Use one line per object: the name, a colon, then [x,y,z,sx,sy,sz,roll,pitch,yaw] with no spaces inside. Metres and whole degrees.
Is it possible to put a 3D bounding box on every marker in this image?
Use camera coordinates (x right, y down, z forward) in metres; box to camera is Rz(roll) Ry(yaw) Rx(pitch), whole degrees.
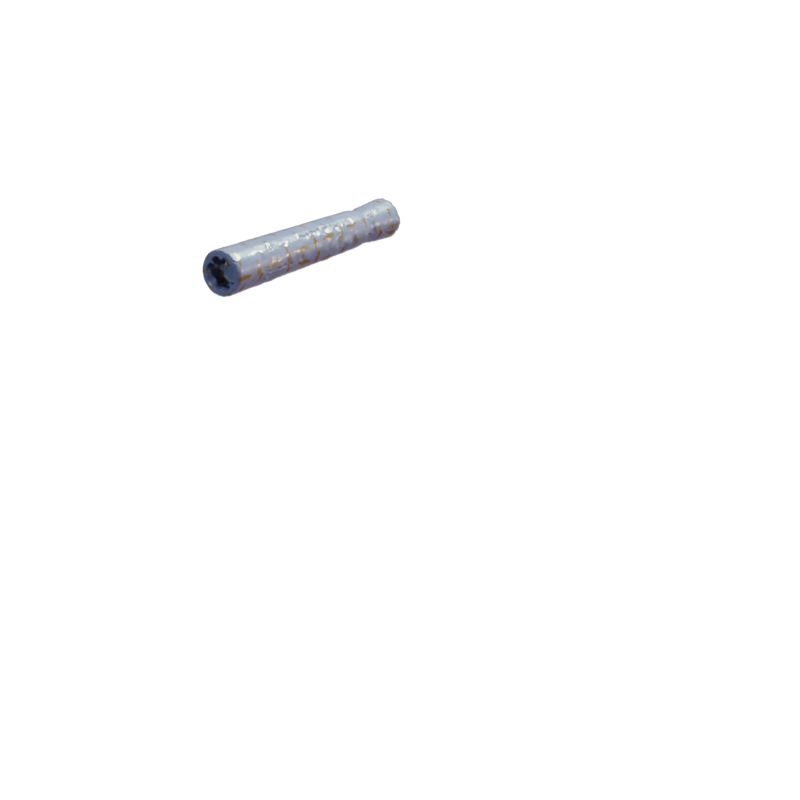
marker: [-0.037,-0.067,0.468,0.020,0.019,0.120,2,19,33]
